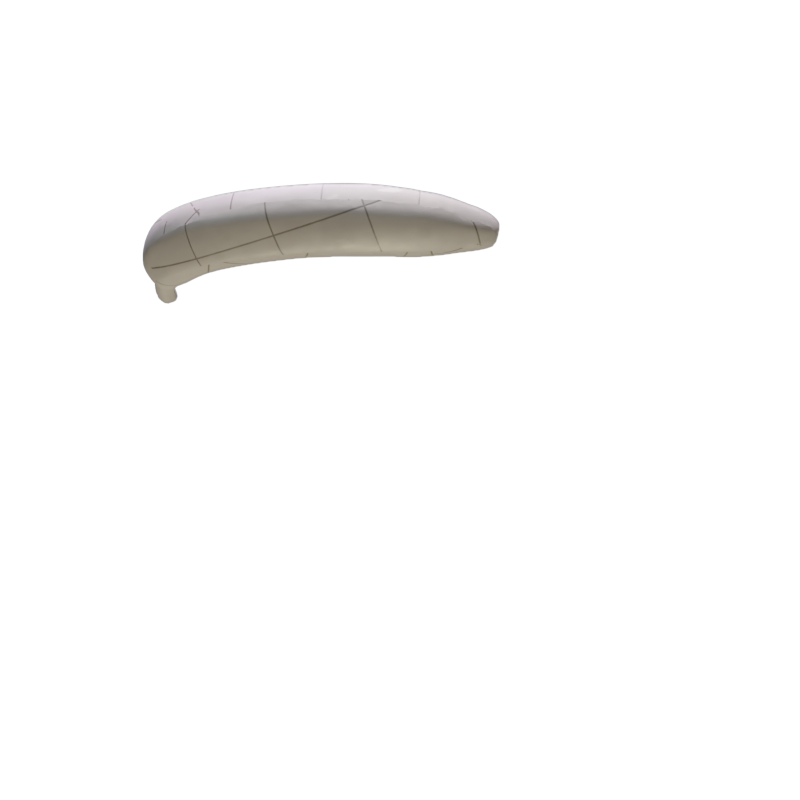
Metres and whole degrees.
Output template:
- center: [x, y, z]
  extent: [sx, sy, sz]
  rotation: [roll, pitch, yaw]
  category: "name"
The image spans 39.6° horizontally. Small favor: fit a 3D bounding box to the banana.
- center: [-0.055, -0.082, 0.543]
  extent: [0.203, 0.038, 0.066]
  rotation: [-5, -11, 27]
  category: "banana"
